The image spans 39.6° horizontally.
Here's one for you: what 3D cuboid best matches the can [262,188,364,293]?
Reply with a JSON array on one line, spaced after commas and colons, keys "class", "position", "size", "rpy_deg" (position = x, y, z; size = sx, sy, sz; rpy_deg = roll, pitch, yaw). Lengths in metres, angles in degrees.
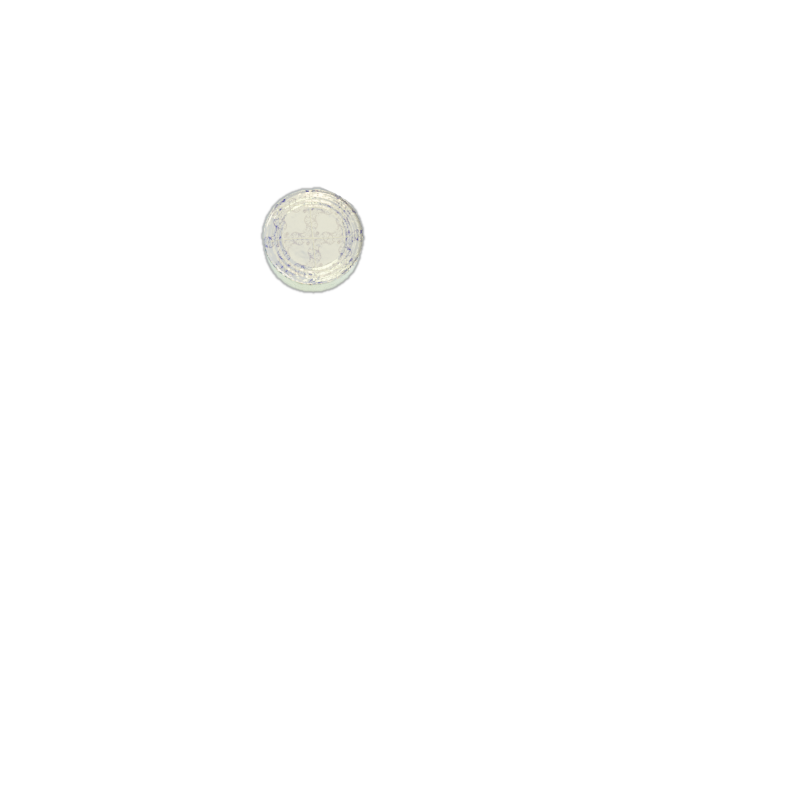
[{"class": "can", "position": [-0.075, -0.136, 0.954], "size": [0.086, 0.089, 0.032], "rpy_deg": [-1, -16, -1]}]
